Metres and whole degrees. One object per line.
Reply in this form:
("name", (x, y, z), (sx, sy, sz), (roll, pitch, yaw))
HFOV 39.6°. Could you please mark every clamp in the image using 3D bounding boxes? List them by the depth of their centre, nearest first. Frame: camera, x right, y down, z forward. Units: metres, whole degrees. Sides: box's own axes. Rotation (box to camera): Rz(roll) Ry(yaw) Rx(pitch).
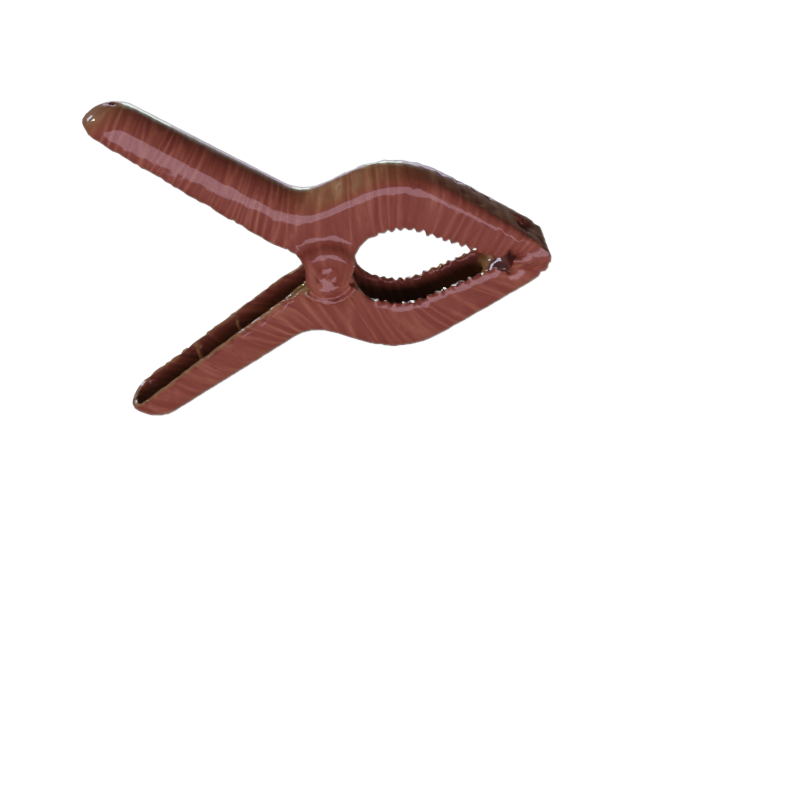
("clamp", (-0.040, -0.072, 0.507), (0.211, 0.153, 0.039), (-8, 33, 5))
